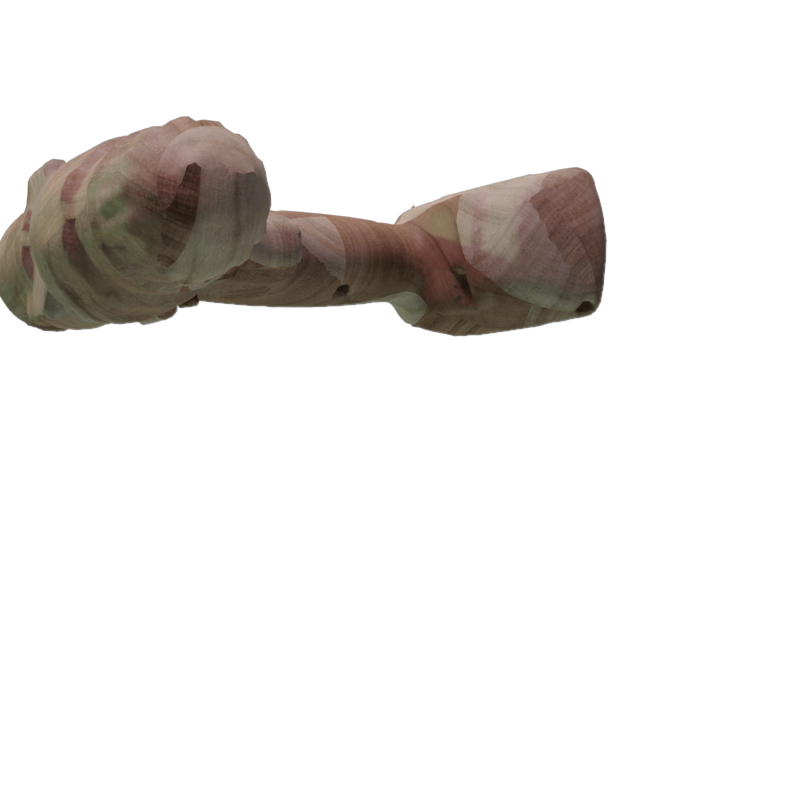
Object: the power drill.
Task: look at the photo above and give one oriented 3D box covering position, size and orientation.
[{"bbox_3d":[-0.029,-0.052,0.365,0.181,0.058,0.189,0,1,-28],"label":"power drill"}]
